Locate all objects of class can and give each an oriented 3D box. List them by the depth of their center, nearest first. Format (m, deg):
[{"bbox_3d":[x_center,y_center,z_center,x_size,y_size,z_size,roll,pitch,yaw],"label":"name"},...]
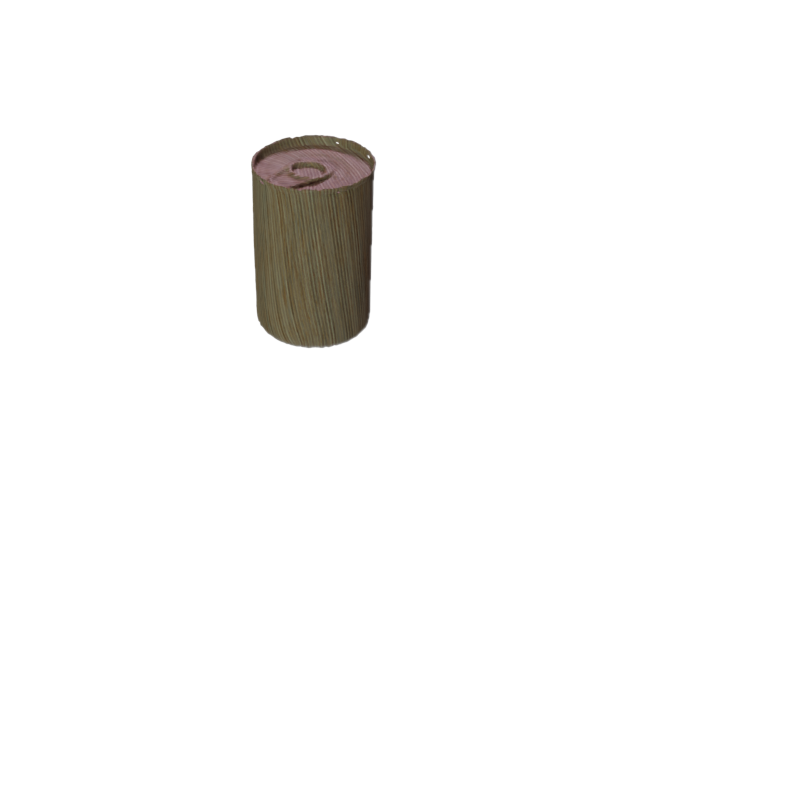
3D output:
[{"bbox_3d":[-0.049,-0.089,0.626,0.068,0.096,0.073,0,34,-3],"label":"can"}]
